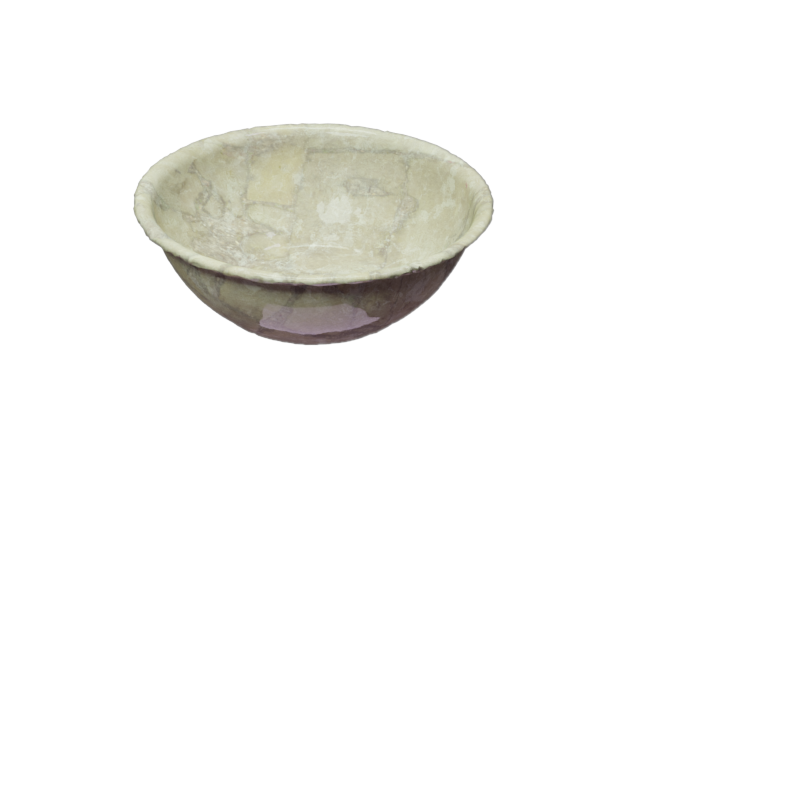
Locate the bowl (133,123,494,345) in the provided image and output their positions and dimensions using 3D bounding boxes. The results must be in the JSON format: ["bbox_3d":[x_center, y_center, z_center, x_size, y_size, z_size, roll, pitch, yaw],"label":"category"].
[{"bbox_3d":[-0.040,-0.073,0.511,0.162,0.052,0.173,-1,34,-2],"label":"bowl"}]
